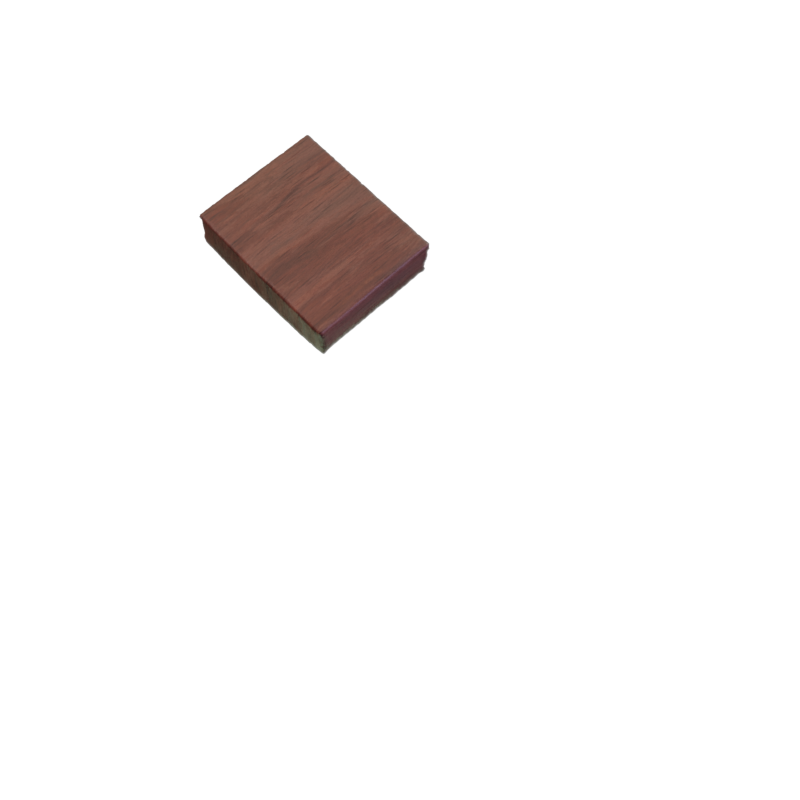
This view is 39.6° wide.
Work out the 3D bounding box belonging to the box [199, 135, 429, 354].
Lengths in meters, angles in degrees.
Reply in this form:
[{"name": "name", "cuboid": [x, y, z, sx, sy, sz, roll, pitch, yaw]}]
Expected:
[{"name": "box", "cuboid": [-0.053, -0.097, 0.679, 0.091, 0.119, 0.037, -40, -19, -18]}]
